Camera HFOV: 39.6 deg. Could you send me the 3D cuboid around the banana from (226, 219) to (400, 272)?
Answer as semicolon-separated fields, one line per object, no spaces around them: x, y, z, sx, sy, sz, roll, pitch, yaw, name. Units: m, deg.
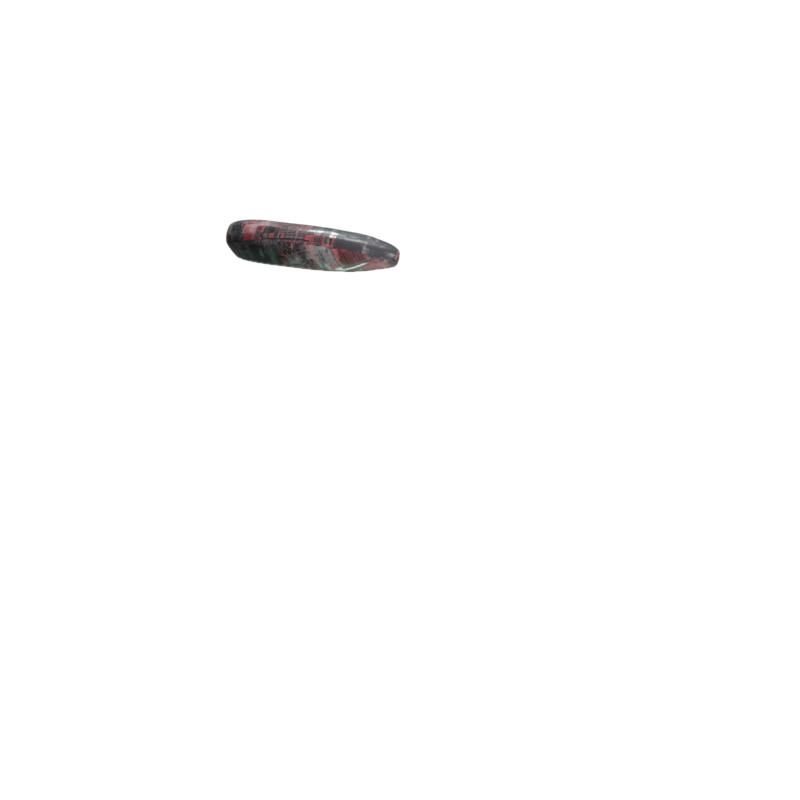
-0.090;-0.133;0.940;0.068;0.036;0.208;-11;18;-41;banana
